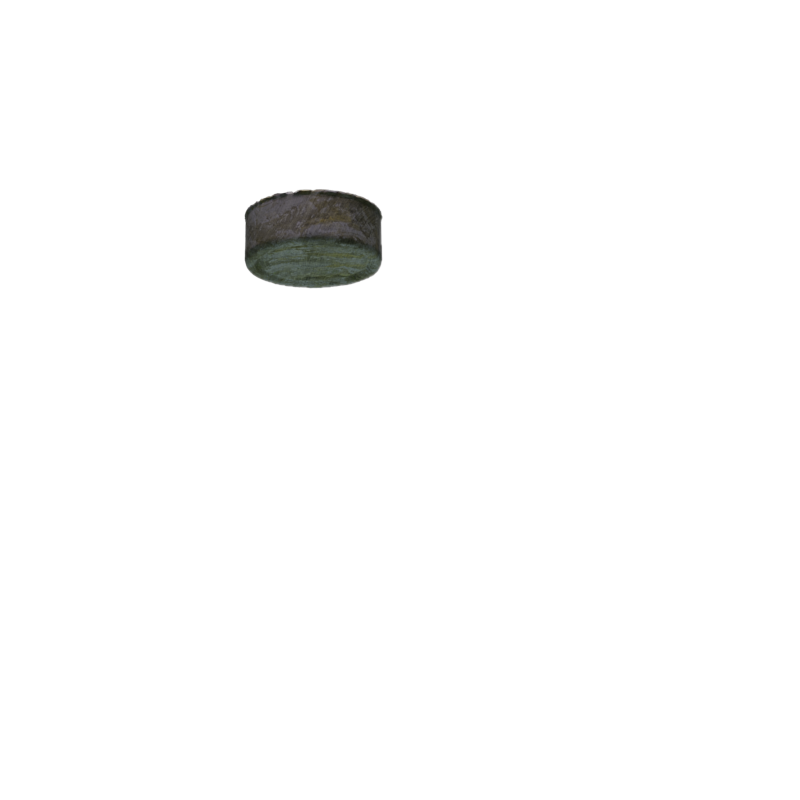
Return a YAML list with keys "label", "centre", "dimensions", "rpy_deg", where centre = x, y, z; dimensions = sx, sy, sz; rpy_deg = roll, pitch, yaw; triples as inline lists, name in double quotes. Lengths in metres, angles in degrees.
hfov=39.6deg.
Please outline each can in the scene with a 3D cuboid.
- label: "can"
  centre: [-0.054, -0.098, 0.684]
  dimensions: [0.086, 0.035, 0.082]
  rpy_deg: [0, -15, -2]
